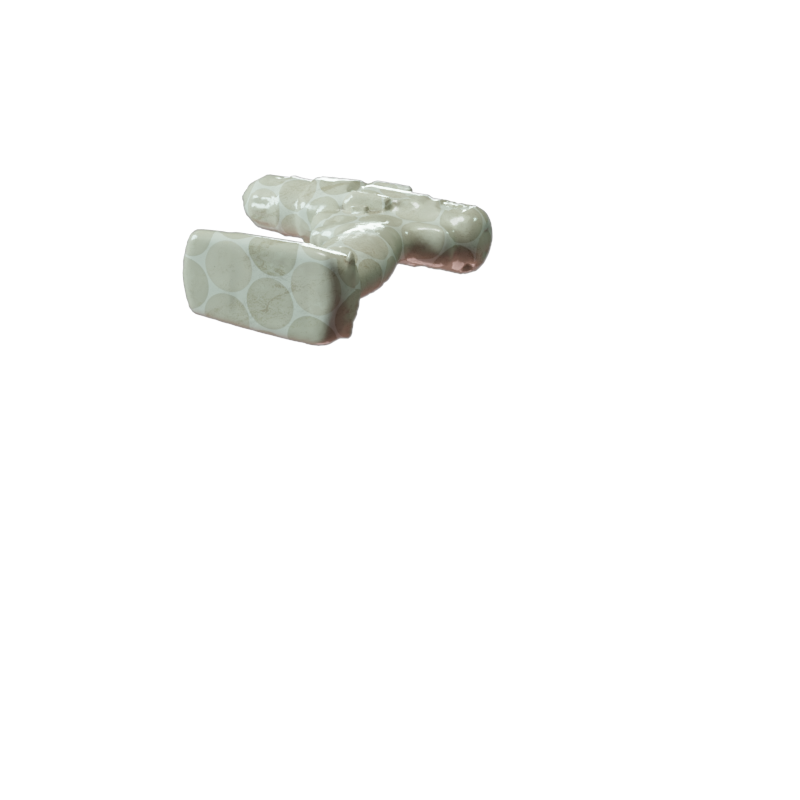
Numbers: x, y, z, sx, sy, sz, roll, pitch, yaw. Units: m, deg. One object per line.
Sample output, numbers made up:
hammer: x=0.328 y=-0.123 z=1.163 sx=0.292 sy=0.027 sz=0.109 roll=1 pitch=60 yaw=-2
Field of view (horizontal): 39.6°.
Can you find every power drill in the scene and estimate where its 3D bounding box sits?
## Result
power drill: x=-0.055 y=-0.100 z=0.703 sx=0.192 sy=0.055 sz=0.189 roll=12 pitch=27 yaw=24
